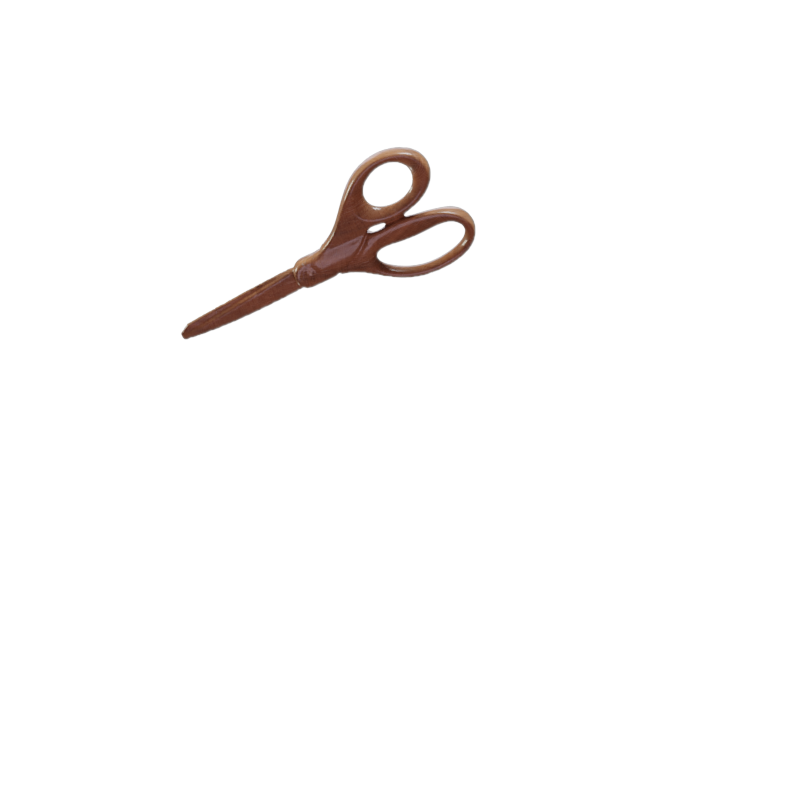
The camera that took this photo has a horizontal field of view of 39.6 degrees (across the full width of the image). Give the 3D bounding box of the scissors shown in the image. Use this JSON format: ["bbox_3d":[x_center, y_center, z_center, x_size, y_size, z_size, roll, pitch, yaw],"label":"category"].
[{"bbox_3d":[-0.055,-0.100,0.699,0.202,0.090,0.017,-12,27,6],"label":"scissors"}]
